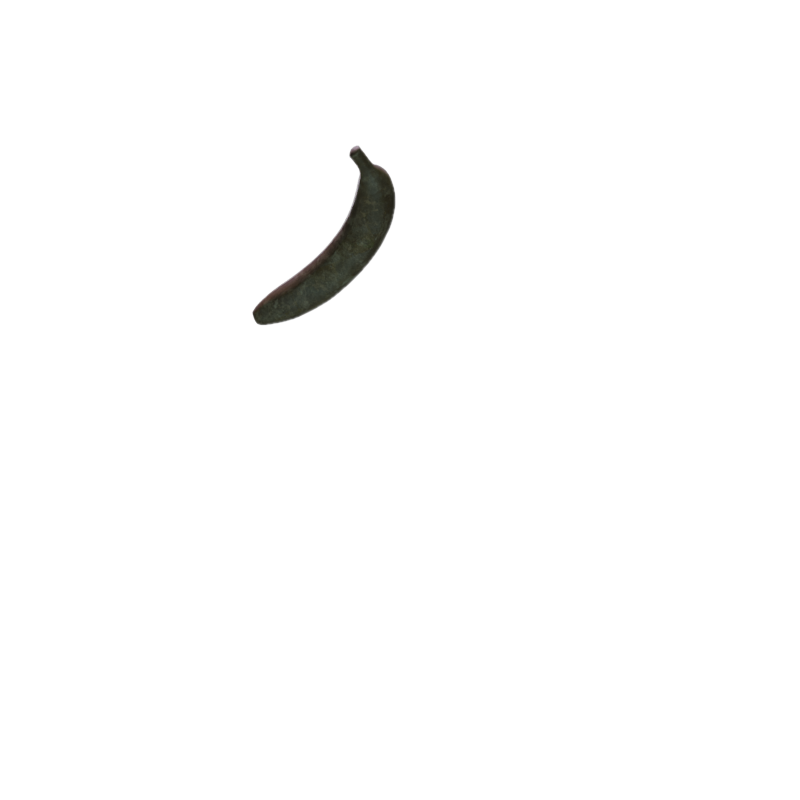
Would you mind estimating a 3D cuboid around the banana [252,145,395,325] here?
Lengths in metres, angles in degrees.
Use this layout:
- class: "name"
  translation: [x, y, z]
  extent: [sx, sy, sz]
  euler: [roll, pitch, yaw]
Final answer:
- class: "banana"
  translation: [-0.056, -0.132, 0.950]
  extent: [0.067, 0.191, 0.039]
  euler: [25, 31, -17]
